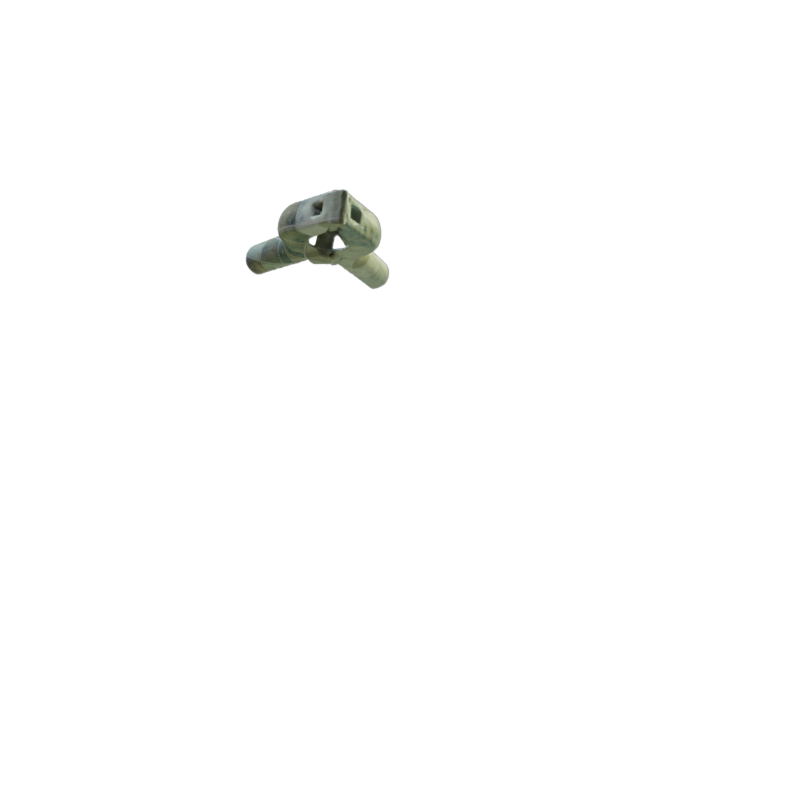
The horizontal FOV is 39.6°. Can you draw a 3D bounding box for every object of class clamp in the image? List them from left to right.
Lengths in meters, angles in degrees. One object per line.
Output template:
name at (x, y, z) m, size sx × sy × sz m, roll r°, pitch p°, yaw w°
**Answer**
clamp at (-0.068, -0.125, 0.873) m, size 0.120 × 0.041 × 0.164 m, roll 0°, pitch -14°, yaw 0°
